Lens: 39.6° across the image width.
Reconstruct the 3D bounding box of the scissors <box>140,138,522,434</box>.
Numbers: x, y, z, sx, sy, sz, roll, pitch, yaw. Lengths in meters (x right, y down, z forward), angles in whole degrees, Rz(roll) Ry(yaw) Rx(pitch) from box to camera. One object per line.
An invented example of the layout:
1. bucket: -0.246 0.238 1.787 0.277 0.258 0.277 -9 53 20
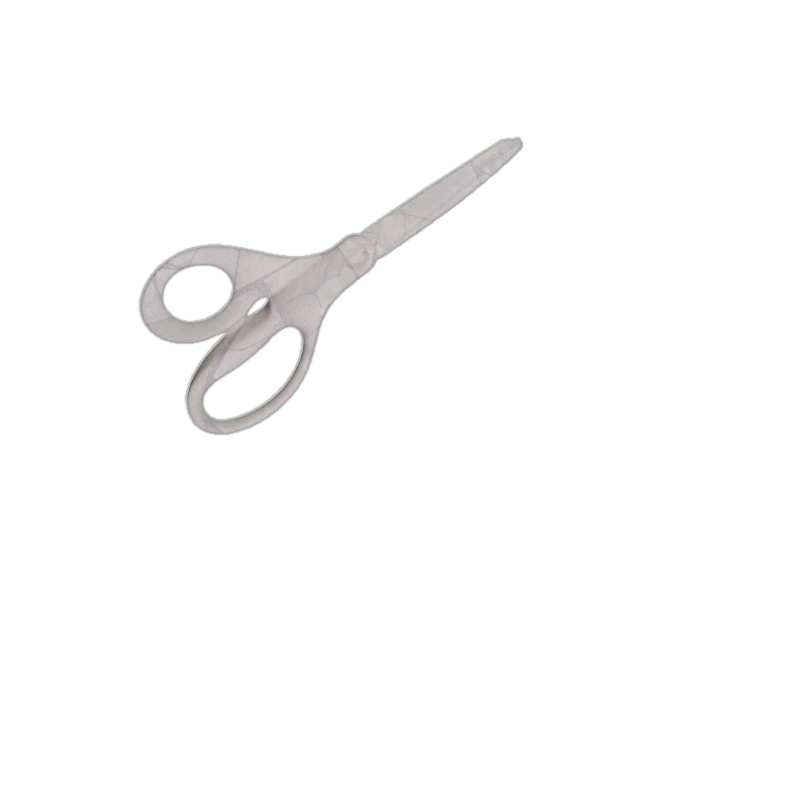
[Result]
1. scissors: -0.041 -0.075 0.527 0.097 0.202 0.016 39 -4 3
